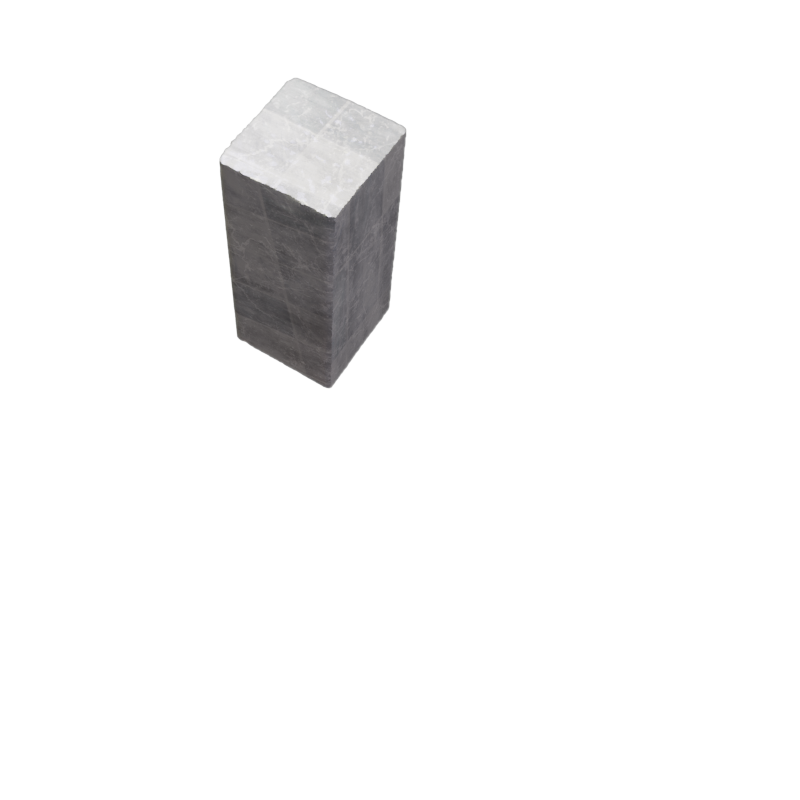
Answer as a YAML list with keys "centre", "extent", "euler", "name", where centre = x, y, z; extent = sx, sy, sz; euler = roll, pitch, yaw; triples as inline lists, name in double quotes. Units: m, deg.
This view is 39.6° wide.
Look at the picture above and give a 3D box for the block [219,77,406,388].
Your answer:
- centre: [-0.061, -0.112, 0.778]
  extent: [0.093, 0.093, 0.193]
  euler: [28, -29, 13]
  name: "block"
